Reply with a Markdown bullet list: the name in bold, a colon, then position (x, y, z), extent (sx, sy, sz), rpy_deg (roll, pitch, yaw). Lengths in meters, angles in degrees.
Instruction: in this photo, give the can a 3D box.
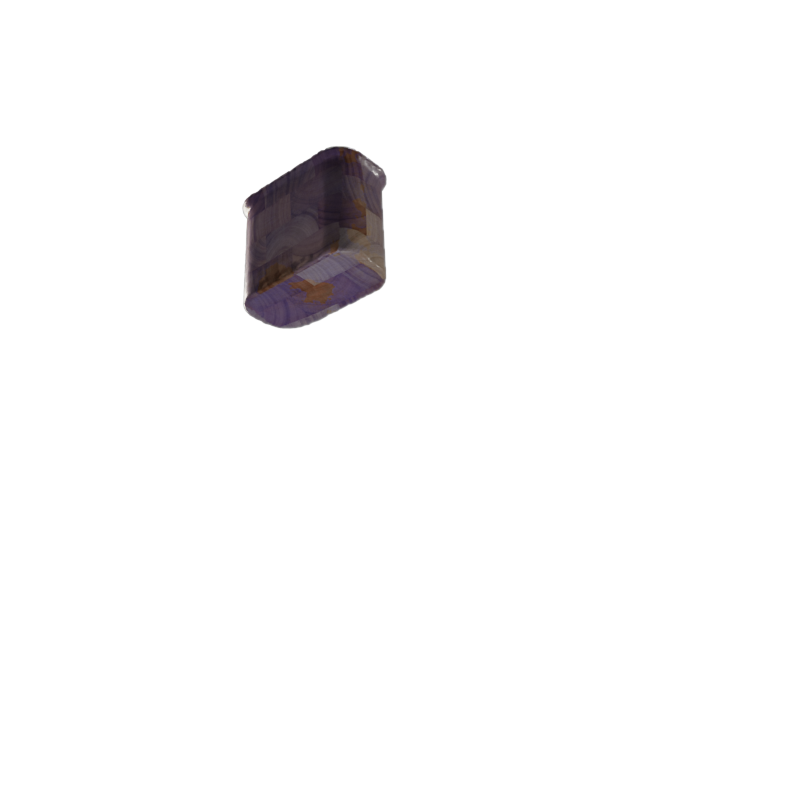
- **can**: position (-0.057, -0.104, 0.725), extent (0.102, 0.090, 0.054), rpy_deg (-26, -41, 32)
